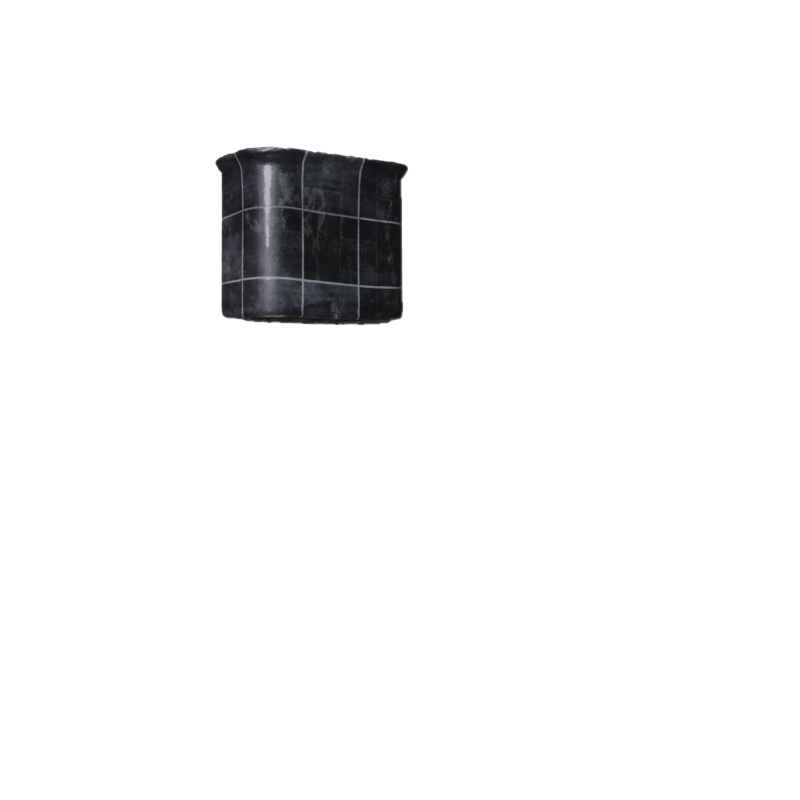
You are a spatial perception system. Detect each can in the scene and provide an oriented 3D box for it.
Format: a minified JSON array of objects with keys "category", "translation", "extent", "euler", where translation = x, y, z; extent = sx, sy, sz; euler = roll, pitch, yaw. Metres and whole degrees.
[{"category":"can","translation":[-0.046,-0.083,0.580],"extent":[0.098,0.085,0.059],"euler":[2,-5,-36]}]
